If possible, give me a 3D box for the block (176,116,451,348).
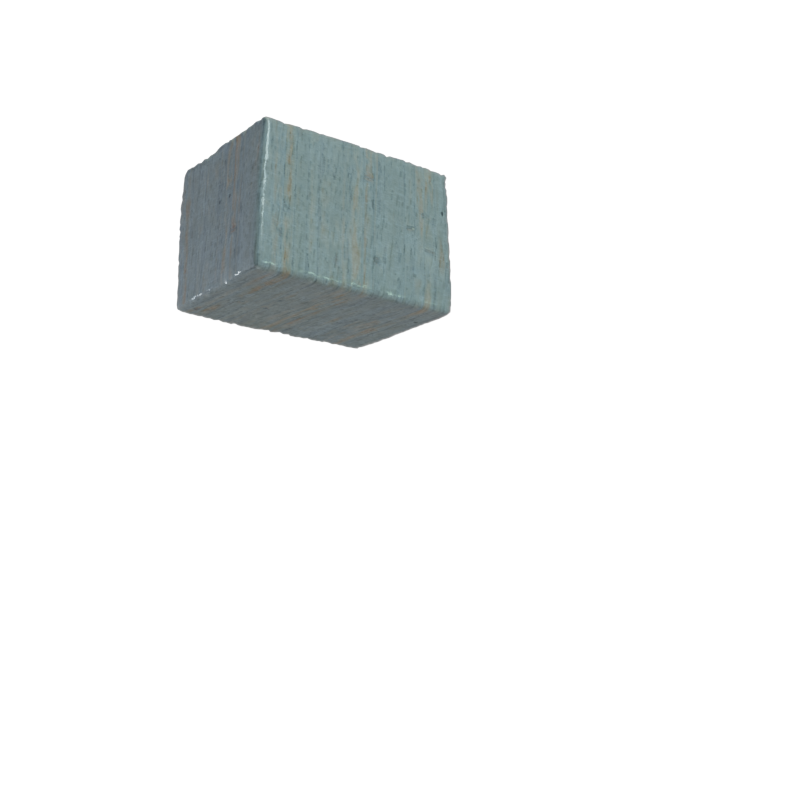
[{"bbox_3d":[-0.029,-0.053,0.372,0.074,0.054,0.053,12,-22,-36],"label":"block"}]
